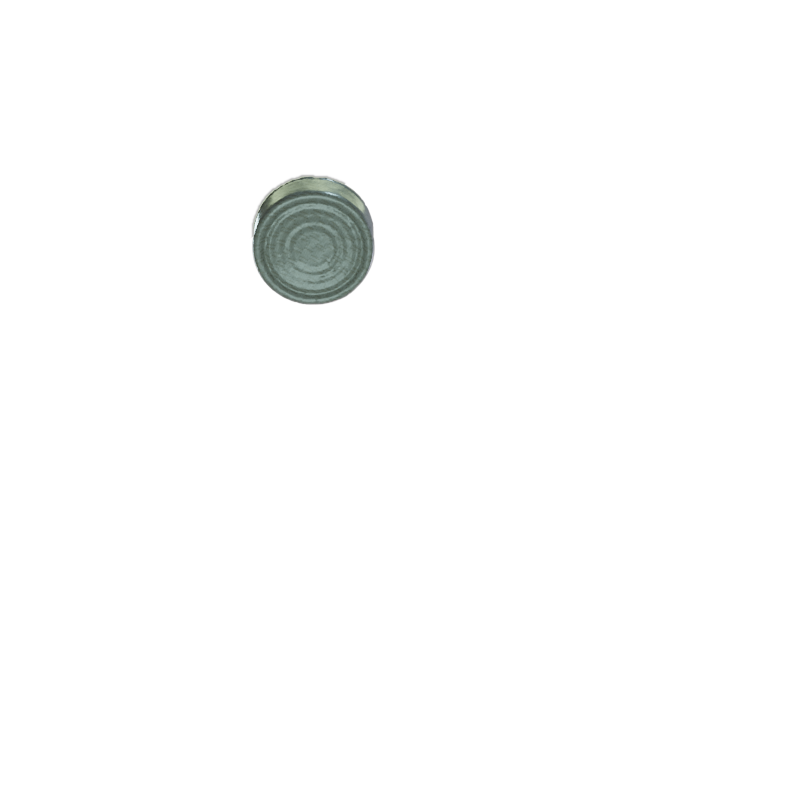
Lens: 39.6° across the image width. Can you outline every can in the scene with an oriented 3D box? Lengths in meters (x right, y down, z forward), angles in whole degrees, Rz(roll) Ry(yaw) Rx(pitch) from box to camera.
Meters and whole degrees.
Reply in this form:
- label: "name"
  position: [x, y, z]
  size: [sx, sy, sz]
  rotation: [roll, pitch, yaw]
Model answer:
- label: "can"
  position: [-0.060, -0.110, 0.773]
  size: [0.086, 0.082, 0.035]
  rotation: [1, 24, -1]
